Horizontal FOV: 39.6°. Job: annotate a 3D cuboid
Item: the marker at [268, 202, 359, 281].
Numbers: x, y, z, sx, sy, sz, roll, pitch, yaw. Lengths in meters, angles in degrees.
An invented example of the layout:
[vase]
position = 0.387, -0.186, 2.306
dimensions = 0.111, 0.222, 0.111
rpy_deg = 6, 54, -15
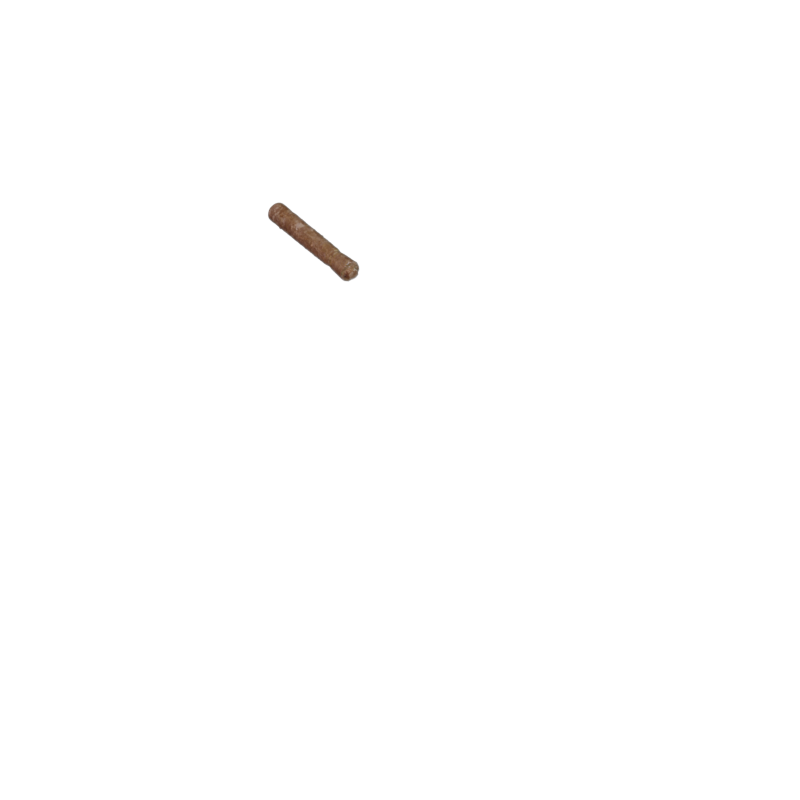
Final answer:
[marker]
position = -0.074, -0.136, 0.949
dimensions = 0.019, 0.019, 0.130
rpy_deg = -3, 32, -39
